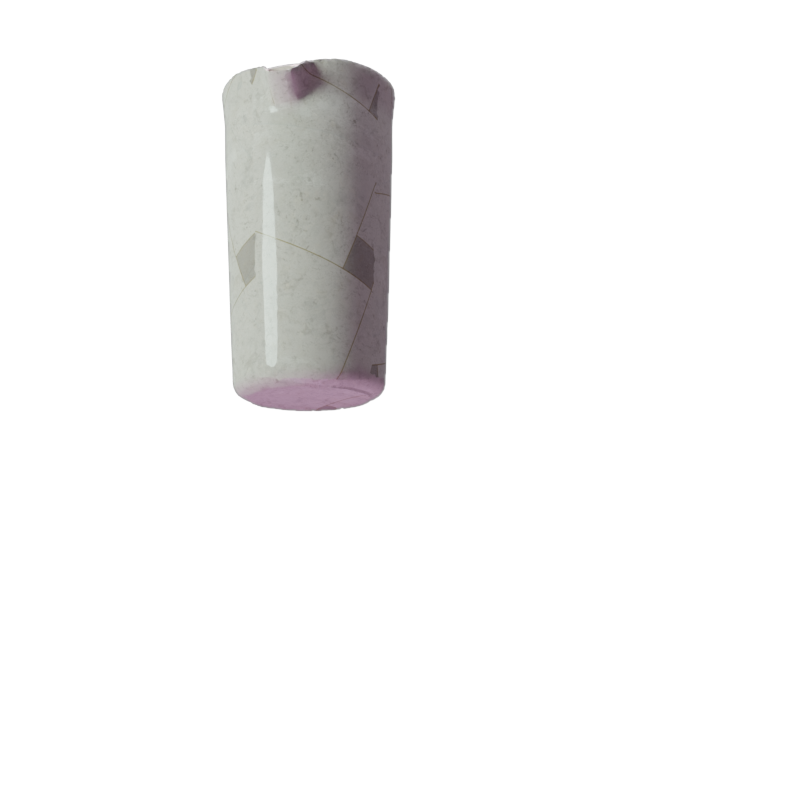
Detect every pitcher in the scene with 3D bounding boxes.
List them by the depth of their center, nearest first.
[{"bbox_3d":[-0.065,-0.118,0.828,0.142,0.253,0.146,10,-20,-33],"label":"pitcher"}]
